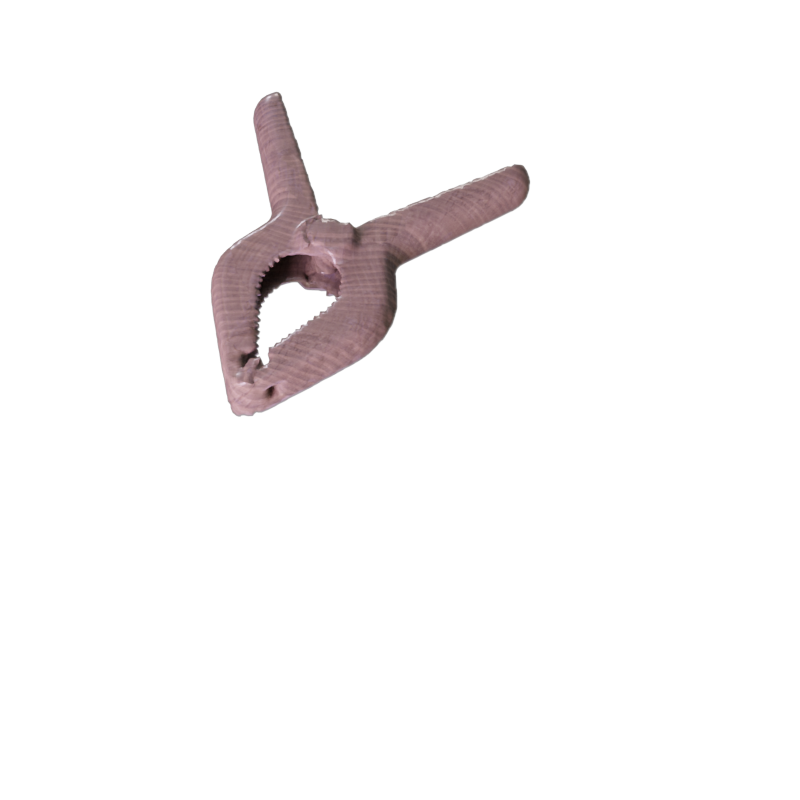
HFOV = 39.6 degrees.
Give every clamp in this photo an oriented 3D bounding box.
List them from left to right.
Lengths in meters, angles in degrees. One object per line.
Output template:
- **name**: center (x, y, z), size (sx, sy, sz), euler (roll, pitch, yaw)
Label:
- **clamp**: center (-0.046, -0.083, 0.582), size (0.171, 0.217, 0.034), euler (23, -36, 18)
